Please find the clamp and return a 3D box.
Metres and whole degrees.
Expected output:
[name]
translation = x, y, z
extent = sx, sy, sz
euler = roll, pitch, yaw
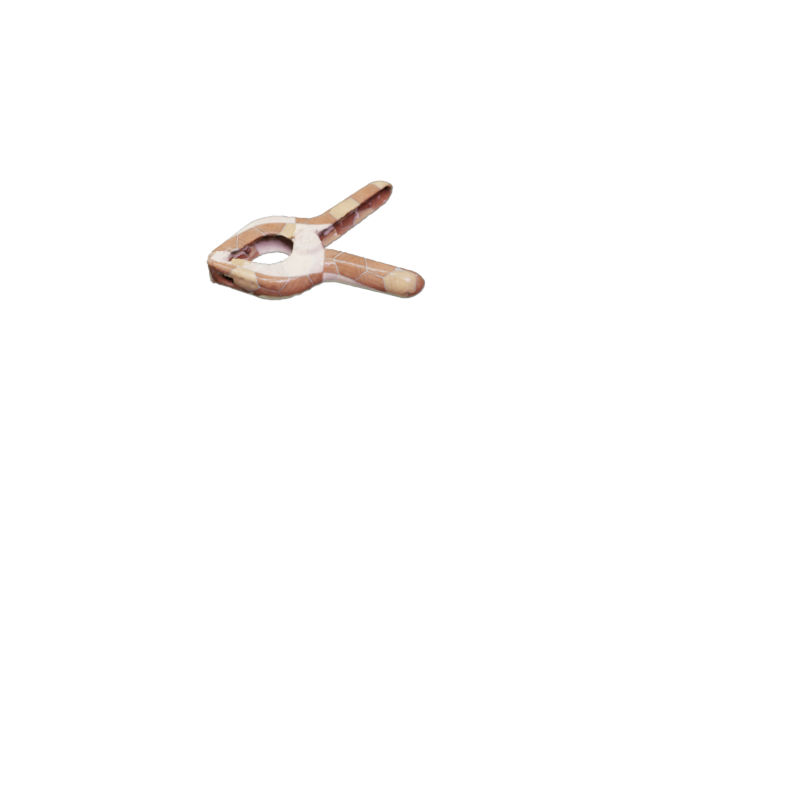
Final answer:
[clamp]
translation = -0.071, -0.129, 0.904
extent = 0.171, 0.129, 0.036
euler = -2, -43, -2
